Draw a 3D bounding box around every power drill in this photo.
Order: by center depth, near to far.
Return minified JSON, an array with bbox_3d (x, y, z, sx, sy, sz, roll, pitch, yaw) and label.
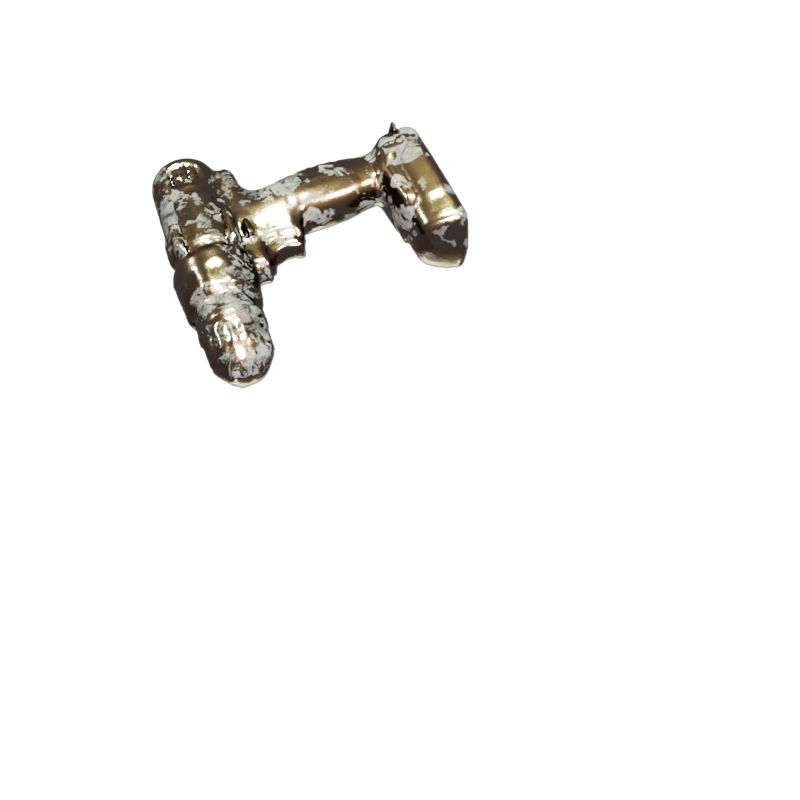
[{"bbox_3d":[-0.056,-0.102,0.712,0.186,0.199,0.053,-15,-38,-12],"label":"power drill"}]
